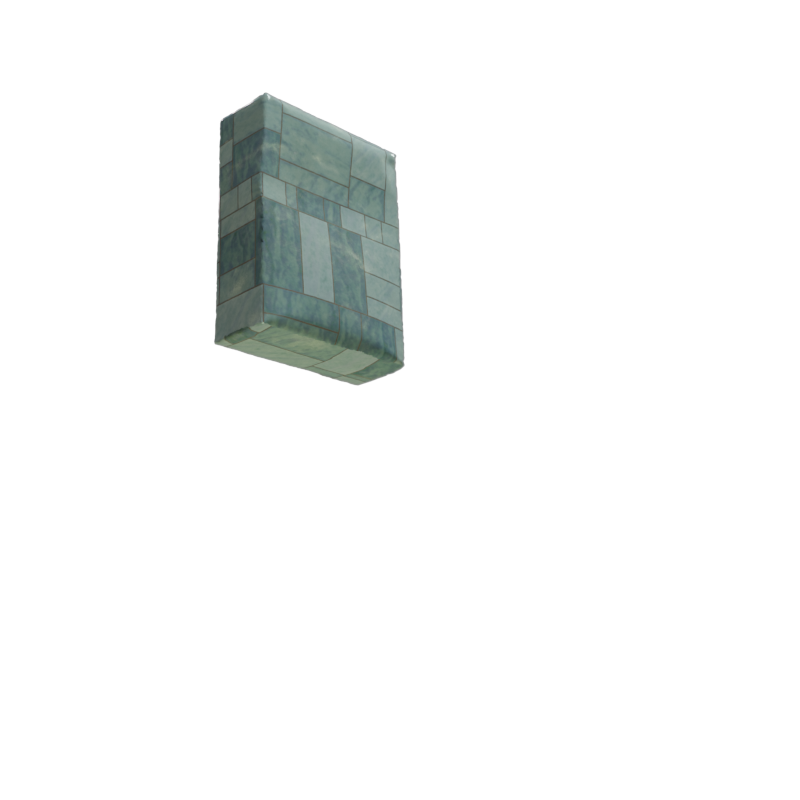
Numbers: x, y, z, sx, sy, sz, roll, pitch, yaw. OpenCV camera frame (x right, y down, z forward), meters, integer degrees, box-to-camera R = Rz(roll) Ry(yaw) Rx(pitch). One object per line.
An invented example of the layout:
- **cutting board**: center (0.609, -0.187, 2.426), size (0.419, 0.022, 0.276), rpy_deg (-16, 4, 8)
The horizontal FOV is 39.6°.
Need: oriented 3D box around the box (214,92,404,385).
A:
- **box**: center (-0.075, -0.136, 0.956), size (0.155, 0.226, 0.072), rpy_deg (19, -31, -40)
